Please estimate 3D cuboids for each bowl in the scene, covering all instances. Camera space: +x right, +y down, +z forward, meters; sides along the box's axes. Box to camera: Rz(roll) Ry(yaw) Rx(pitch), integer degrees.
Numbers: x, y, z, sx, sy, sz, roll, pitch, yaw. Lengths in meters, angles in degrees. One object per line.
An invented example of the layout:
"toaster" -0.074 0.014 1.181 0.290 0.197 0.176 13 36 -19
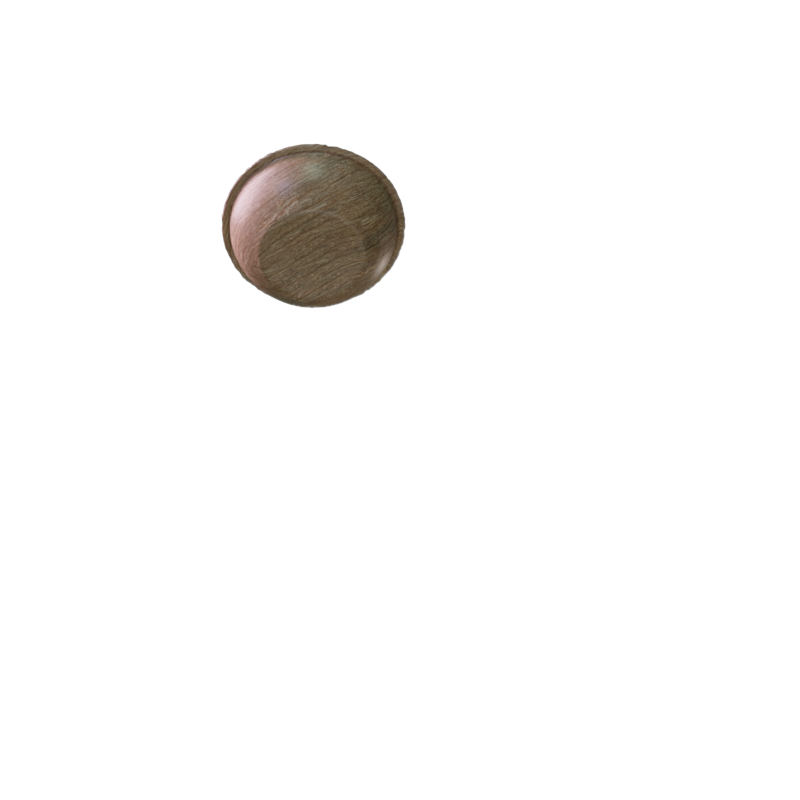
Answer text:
"bowl" -0.075 -0.136 0.953 0.162 0.152 0.059 1 31 -1
